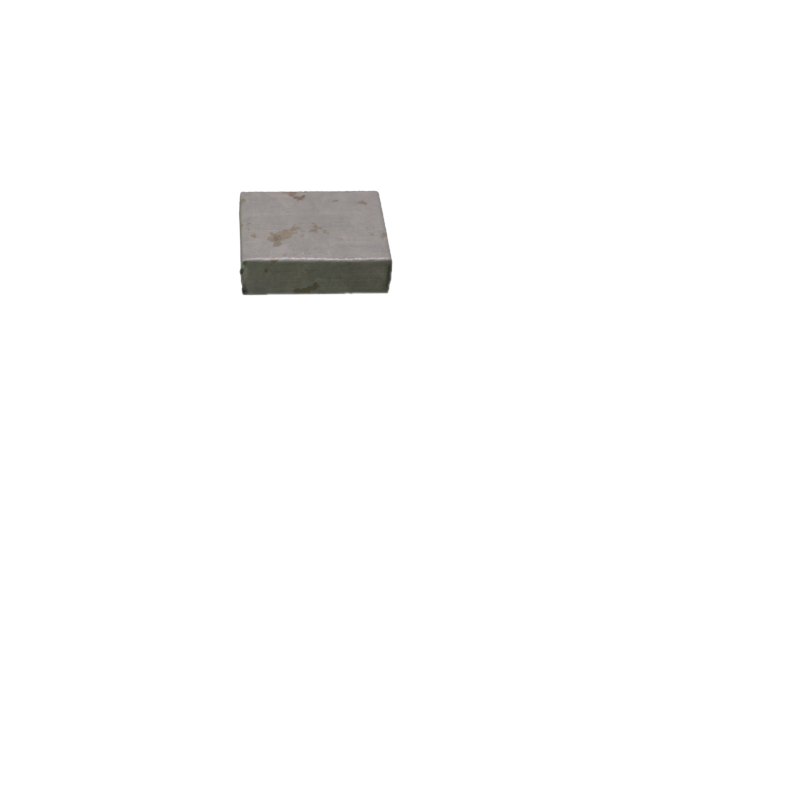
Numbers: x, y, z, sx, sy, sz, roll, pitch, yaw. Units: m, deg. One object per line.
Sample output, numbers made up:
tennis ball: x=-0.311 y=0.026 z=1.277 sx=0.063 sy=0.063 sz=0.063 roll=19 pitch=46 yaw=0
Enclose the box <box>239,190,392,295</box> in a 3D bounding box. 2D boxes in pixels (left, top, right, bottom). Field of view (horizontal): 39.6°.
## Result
box: x=-0.066 y=-0.121 z=0.847 sx=0.113 sy=0.036 sz=0.097 roll=-3 pitch=41 yaw=-4
